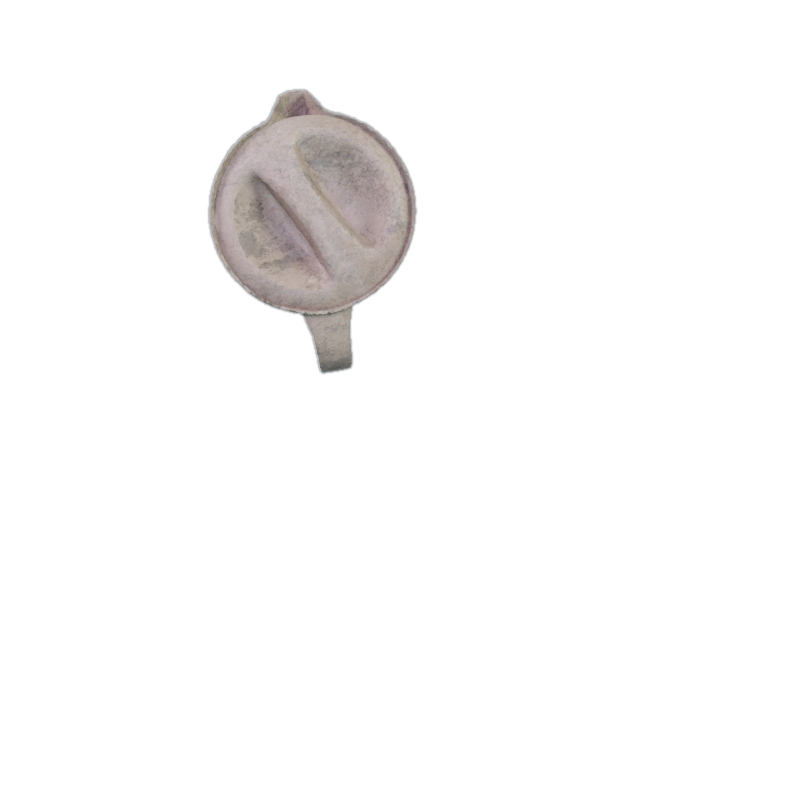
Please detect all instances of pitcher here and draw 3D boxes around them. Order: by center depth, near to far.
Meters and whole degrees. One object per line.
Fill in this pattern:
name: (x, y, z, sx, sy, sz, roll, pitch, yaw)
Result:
pitcher: (-0.065, -0.118, 0.825, 0.145, 0.150, 0.243, 34, -1, -3)
